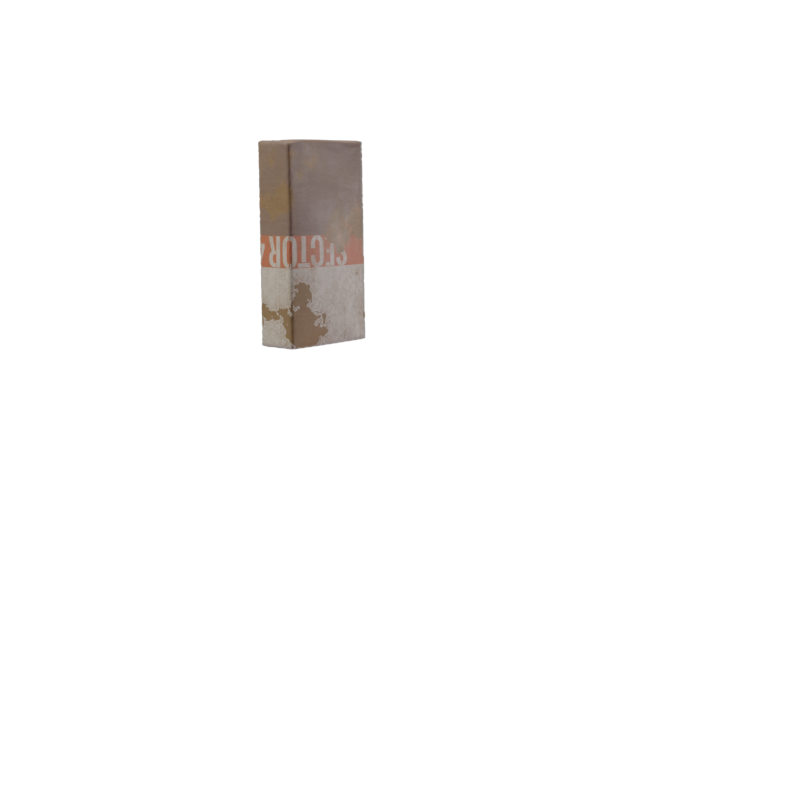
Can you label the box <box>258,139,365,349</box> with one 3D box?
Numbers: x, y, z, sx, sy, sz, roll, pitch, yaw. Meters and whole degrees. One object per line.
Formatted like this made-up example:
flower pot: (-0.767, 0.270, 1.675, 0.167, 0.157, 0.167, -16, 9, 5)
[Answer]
box: (-0.075, -0.137, 0.961, 0.050, 0.174, 0.090, 5, 8, 43)
